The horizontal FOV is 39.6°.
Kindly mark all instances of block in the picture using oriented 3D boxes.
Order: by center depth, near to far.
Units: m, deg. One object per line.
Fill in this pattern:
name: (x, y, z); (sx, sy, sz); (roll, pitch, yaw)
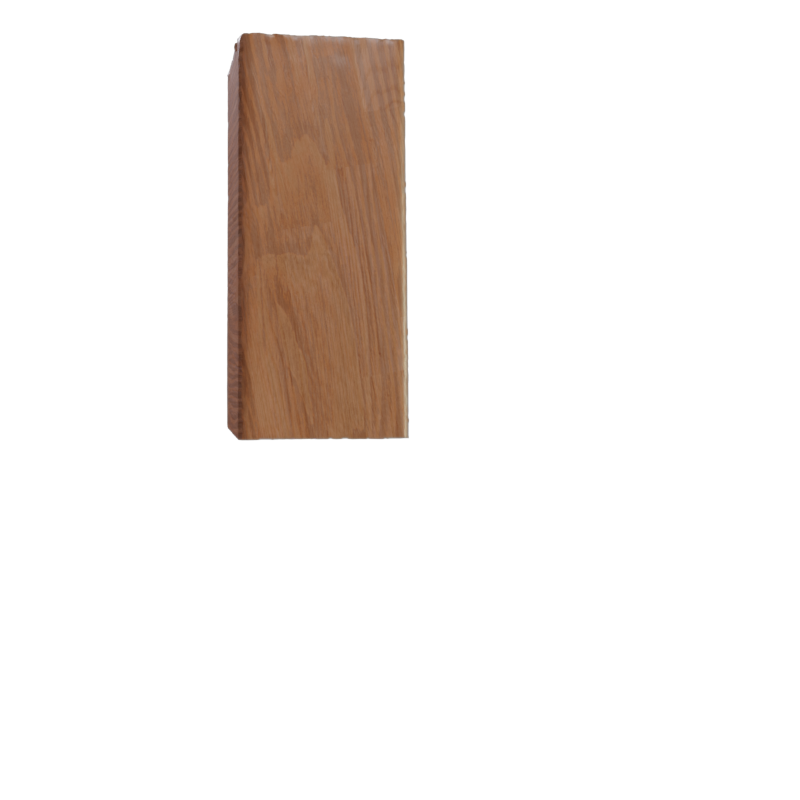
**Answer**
block: (-0.048, -0.086, 0.606); (0.089, 0.209, 0.091); (0, -4, -10)
